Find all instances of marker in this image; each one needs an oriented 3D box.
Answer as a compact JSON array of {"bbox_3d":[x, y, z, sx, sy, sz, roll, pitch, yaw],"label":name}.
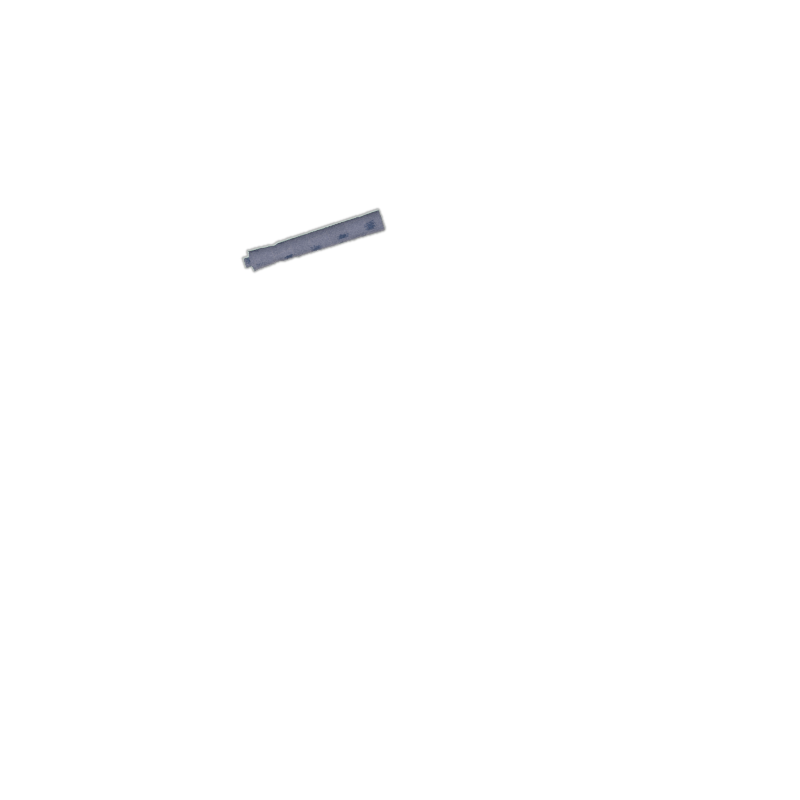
[{"bbox_3d":[-0.072,-0.132,0.924,0.121,0.020,0.020,-17,4,2],"label":"marker"}]
